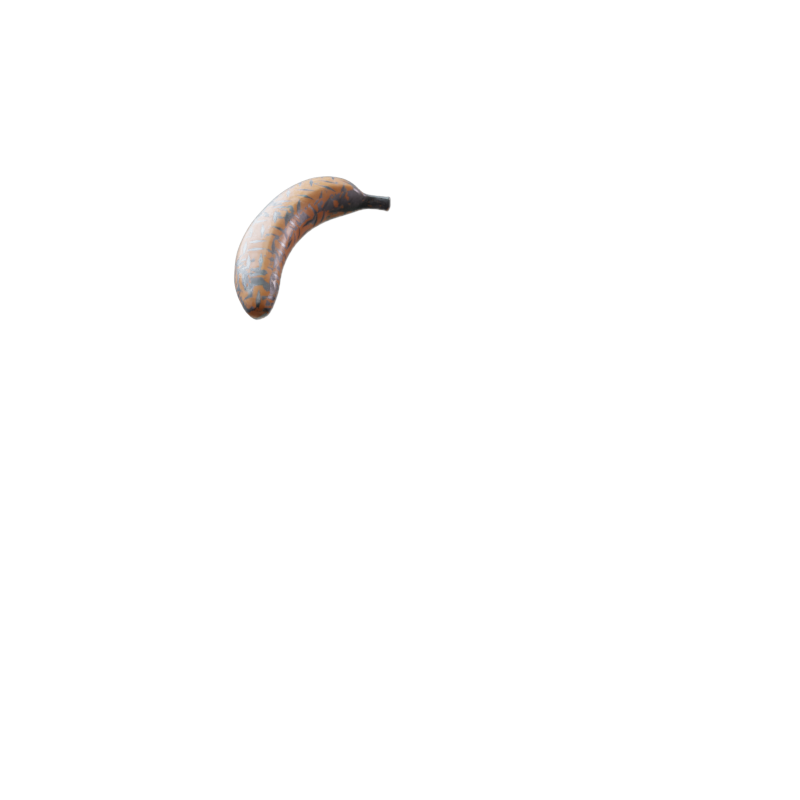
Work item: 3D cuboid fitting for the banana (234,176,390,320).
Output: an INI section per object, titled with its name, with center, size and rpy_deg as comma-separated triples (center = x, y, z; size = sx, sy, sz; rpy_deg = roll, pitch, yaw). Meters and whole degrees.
[banana]
center = -0.080, -0.128, 0.850
size = 0.073, 0.034, 0.202
rpy_deg = 18, 41, 21
